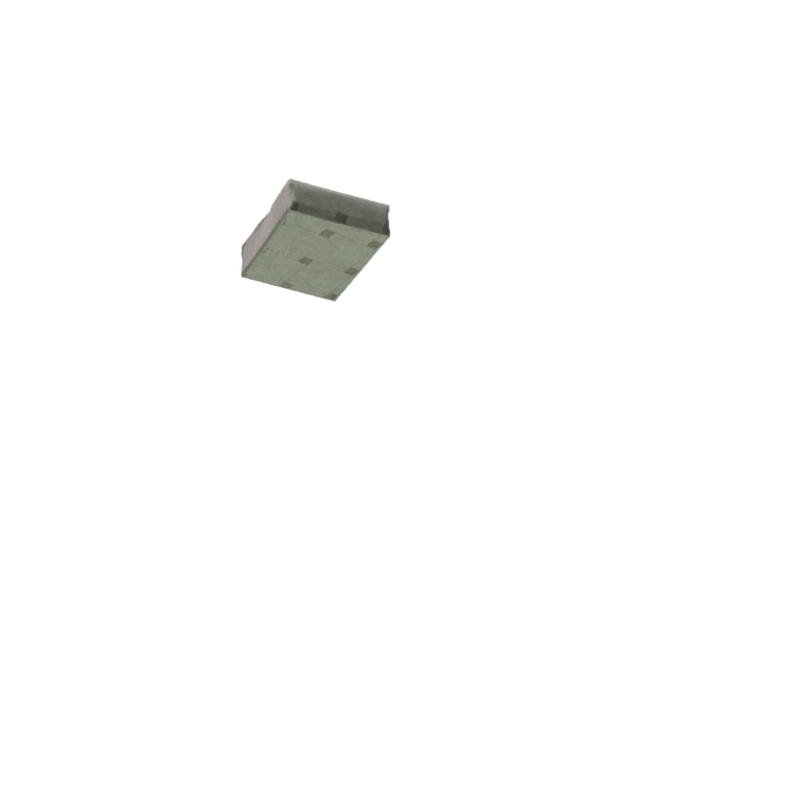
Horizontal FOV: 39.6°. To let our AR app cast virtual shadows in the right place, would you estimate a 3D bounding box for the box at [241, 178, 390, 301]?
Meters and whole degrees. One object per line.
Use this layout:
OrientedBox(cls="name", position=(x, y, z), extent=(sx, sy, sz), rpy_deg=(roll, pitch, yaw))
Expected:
OrientedBox(cls="box", position=(-0.059, -0.107, 0.748), extent=(0.070, 0.032, 0.087), rpy_deg=(13, -32, -23))
